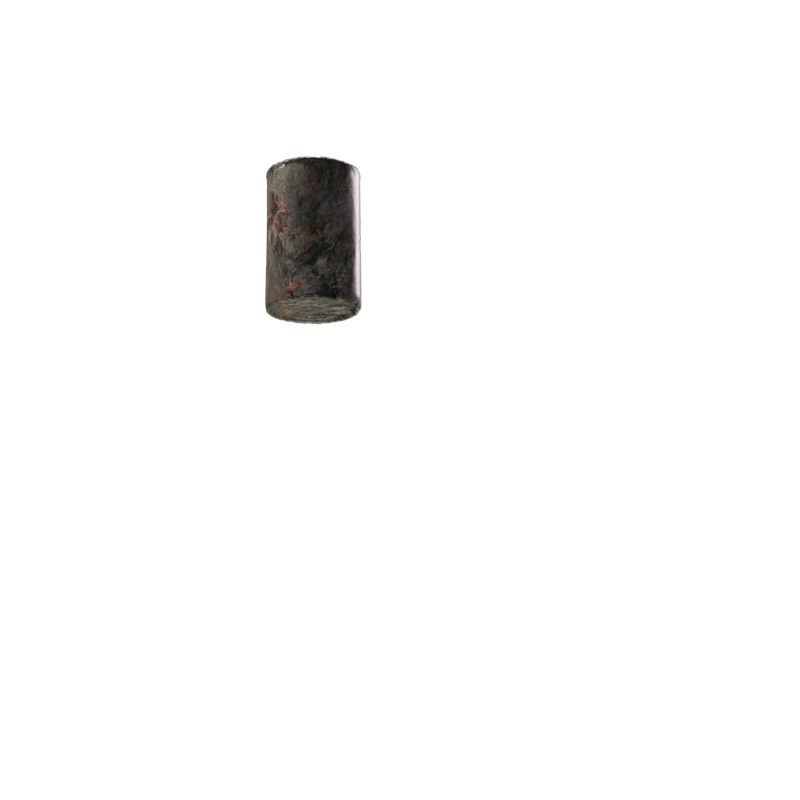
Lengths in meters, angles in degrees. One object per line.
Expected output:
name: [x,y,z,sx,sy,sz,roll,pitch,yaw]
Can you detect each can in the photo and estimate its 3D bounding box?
can: [-0.061,-0.111,0.777,0.068,0.107,0.066,0,-17,-2]
